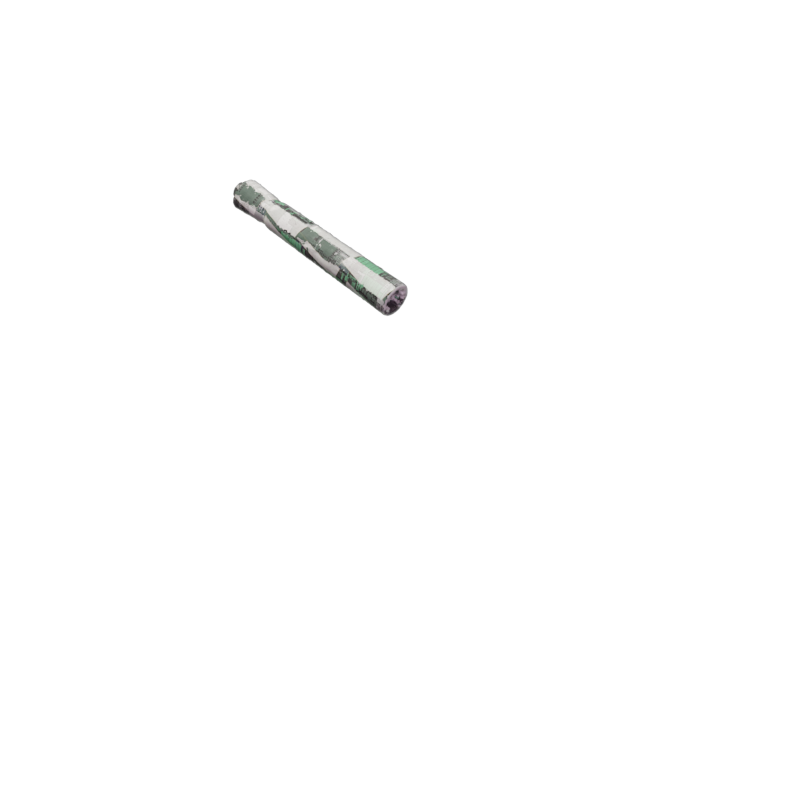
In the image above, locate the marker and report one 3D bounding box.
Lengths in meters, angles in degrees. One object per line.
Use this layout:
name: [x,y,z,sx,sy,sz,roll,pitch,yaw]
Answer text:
marker: [-0.046,-0.084,0.589,0.129,0.019,0.019,38,24,30]
